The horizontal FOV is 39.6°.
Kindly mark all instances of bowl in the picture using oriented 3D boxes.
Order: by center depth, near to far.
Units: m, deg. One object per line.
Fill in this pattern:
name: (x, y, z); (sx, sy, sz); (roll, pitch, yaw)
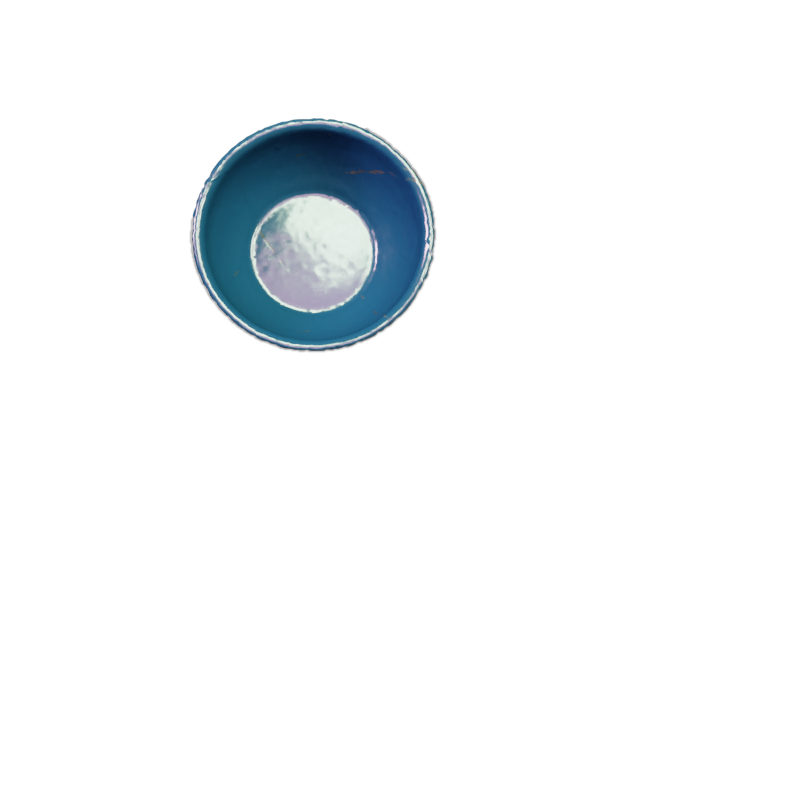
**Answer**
bowl: (-0.059, -0.108, 0.759); (0.162, 0.168, 0.053); (0, -15, -1)
